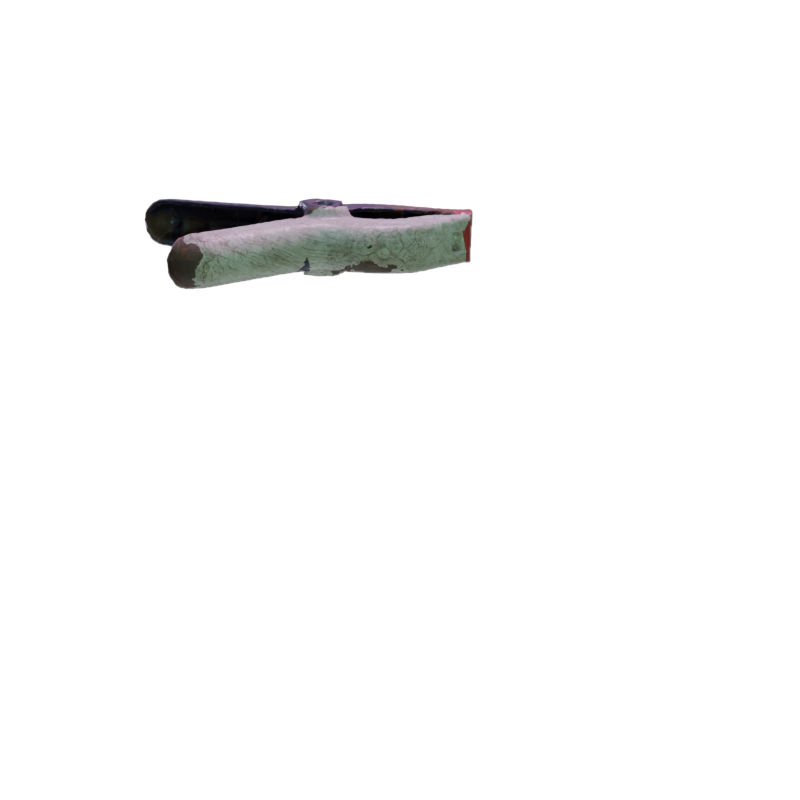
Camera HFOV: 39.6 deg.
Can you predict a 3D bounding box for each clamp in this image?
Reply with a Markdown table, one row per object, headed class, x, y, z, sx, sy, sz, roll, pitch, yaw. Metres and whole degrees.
| class | x | y | z | sx | sy | sz | roll | pitch | yaw |
| --- | --- | --- | --- | --- | --- | --- | --- | --- | --- |
| clamp | -0.043 | -0.078 | 0.550 | 0.170 | 0.037 | 0.127 | -3 | 24 | -6 |
